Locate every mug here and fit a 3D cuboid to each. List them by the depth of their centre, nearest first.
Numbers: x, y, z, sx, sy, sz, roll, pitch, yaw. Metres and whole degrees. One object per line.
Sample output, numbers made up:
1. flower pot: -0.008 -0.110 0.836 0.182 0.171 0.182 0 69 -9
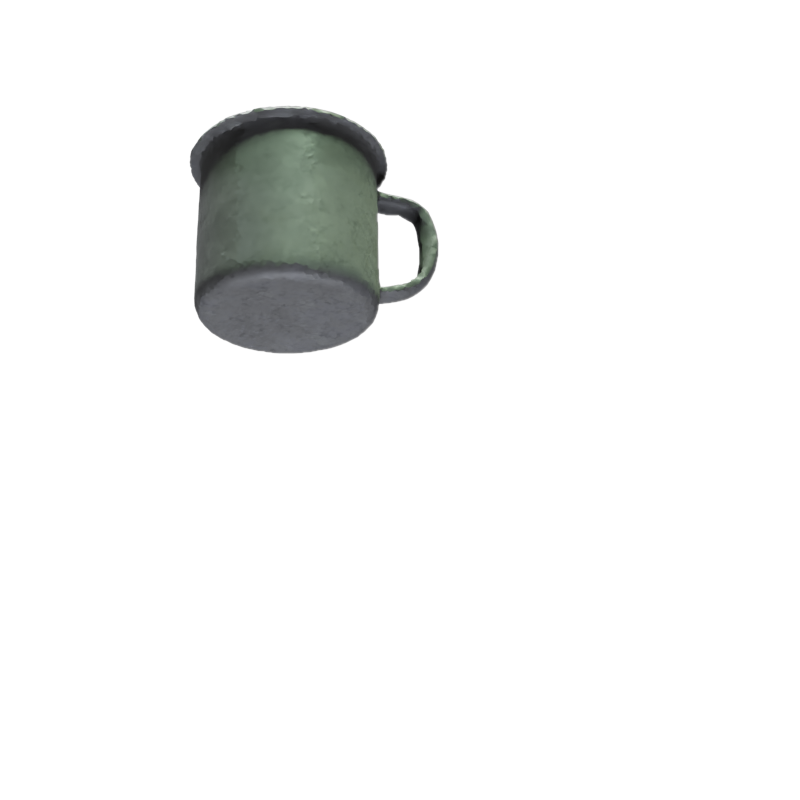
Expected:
1. mug: -0.040 -0.072 0.506 0.115 0.087 0.090 6 -28 -14
